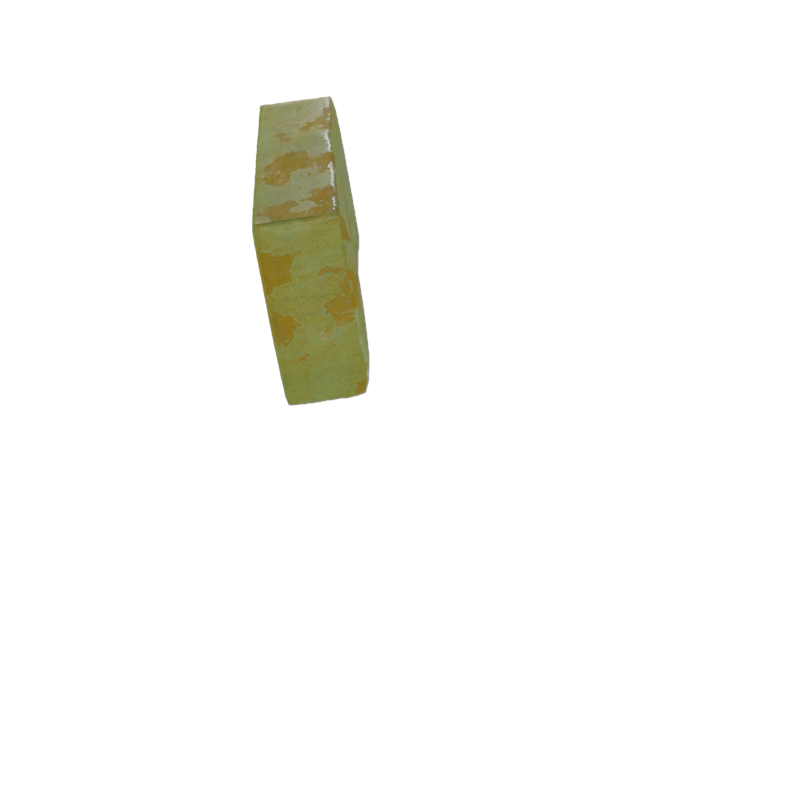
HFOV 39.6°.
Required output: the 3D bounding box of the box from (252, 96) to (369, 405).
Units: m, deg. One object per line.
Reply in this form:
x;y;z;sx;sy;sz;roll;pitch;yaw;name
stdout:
-0.070;-0.128;0.894;0.072;0.153;0.228;-8;35;1;box
